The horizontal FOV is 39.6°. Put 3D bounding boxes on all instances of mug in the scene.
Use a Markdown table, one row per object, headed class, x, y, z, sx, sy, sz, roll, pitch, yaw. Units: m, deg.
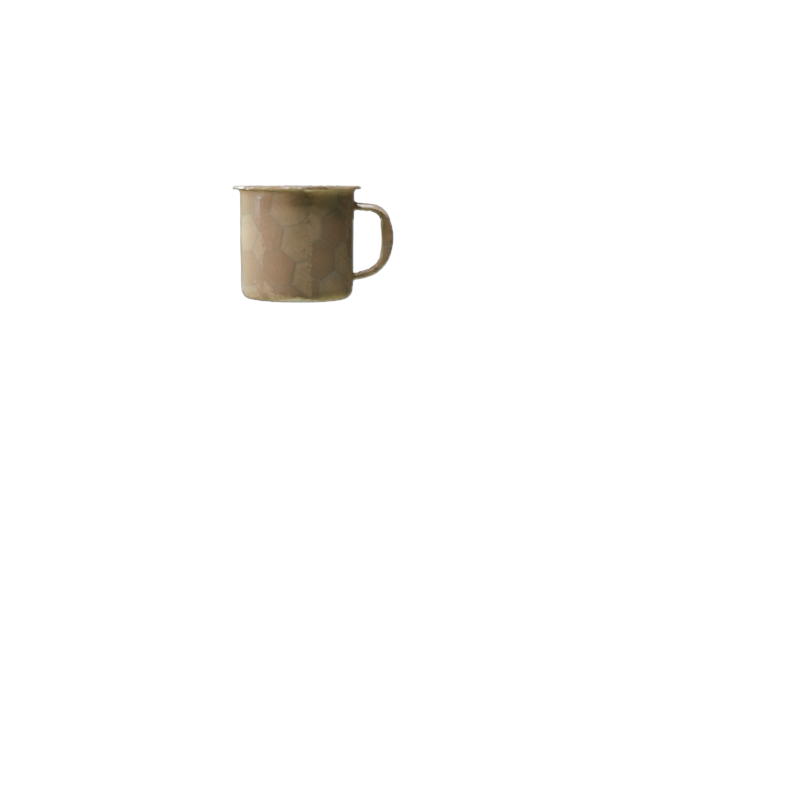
| class | x | y | z | sx | sy | sz | roll | pitch | yaw |
| --- | --- | --- | --- | --- | --- | --- | --- | --- | --- |
| mug | -0.063 | -0.115 | 0.805 | 0.116 | 0.081 | 0.096 | -1 | 8 | -10 |
